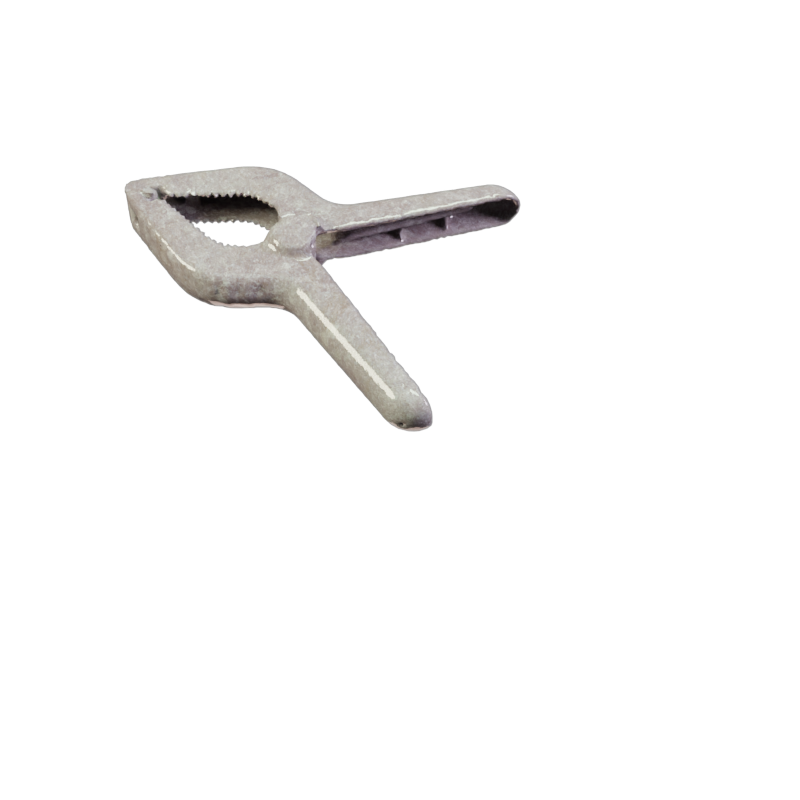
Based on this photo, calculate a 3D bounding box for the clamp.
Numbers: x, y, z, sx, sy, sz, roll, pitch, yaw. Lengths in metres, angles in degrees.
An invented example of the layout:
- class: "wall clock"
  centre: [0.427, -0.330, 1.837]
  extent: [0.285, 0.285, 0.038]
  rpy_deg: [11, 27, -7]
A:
- class: "clamp"
  centre: [-0.046, -0.085, 0.594]
  extent: [0.218, 0.170, 0.034]
  rpy_deg: [22, -37, 18]
